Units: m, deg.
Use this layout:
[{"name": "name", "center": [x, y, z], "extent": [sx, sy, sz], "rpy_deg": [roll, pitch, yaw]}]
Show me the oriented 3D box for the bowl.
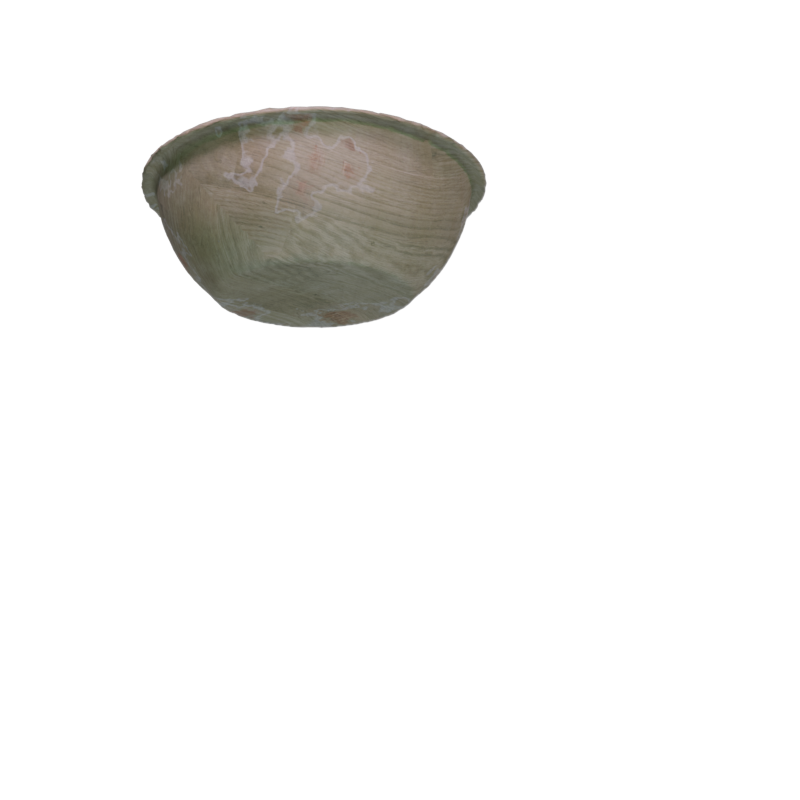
[{"name": "bowl", "center": [-0.040, -0.073, 0.513], "extent": [0.162, 0.058, 0.155], "rpy_deg": [0, -16, -2]}]
